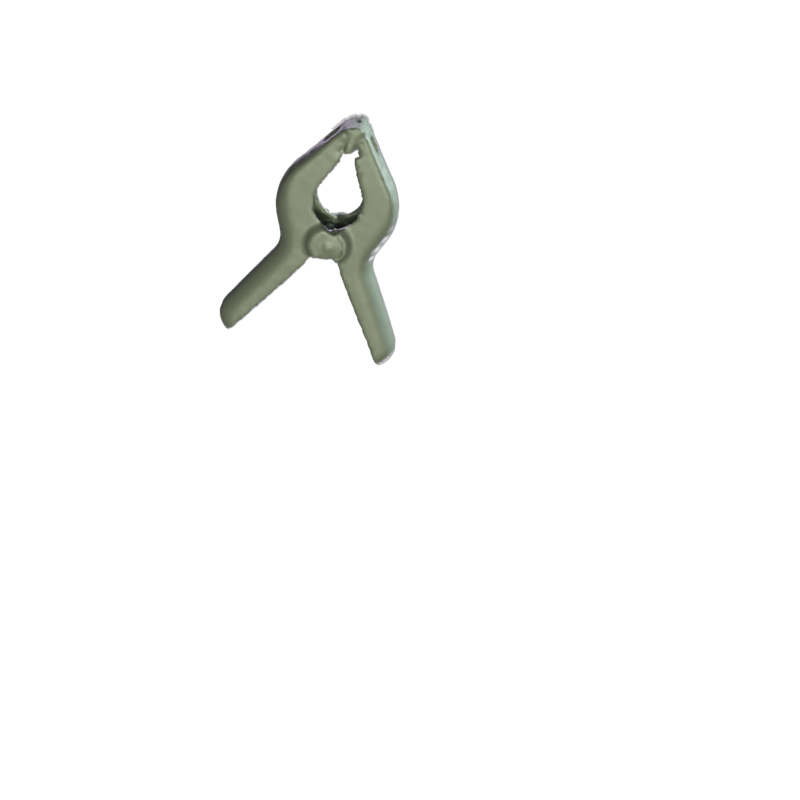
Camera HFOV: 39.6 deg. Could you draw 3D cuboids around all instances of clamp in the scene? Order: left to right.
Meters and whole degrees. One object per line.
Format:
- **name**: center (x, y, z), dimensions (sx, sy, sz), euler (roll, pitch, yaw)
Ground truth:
- **clamp**: center (-0.057, -0.103, 0.724), dimensions (0.120, 0.163, 0.041), euler (4, 25, -2)
